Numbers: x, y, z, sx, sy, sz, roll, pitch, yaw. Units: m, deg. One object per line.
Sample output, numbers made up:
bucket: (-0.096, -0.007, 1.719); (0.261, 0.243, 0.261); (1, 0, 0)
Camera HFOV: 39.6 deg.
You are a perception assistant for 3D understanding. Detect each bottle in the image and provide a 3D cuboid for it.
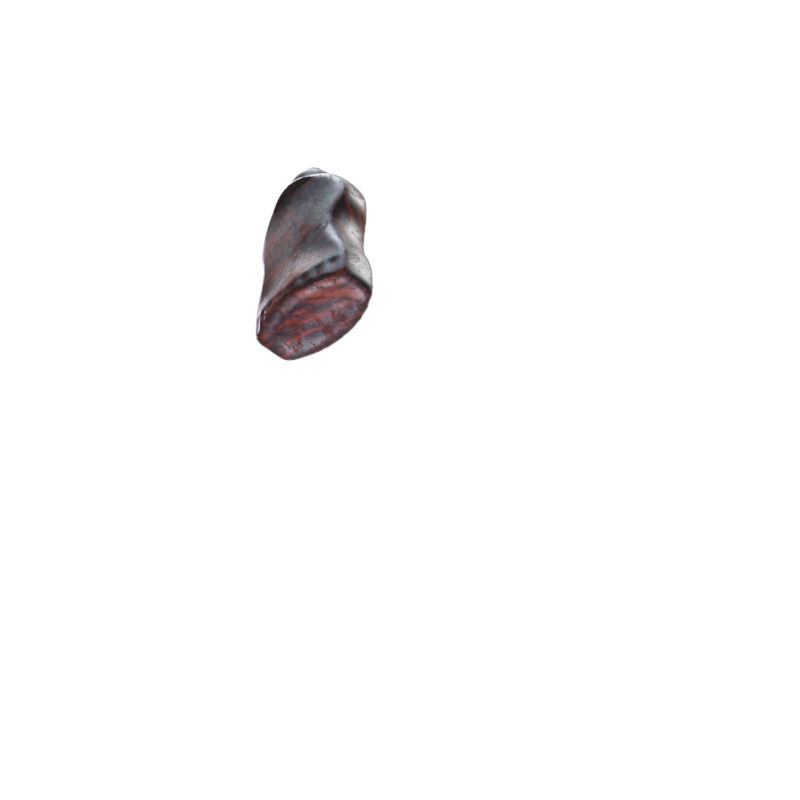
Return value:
bottle: (-0.068, -0.124, 0.872); (0.055, 0.206, 0.095); (35, -59, -30)
